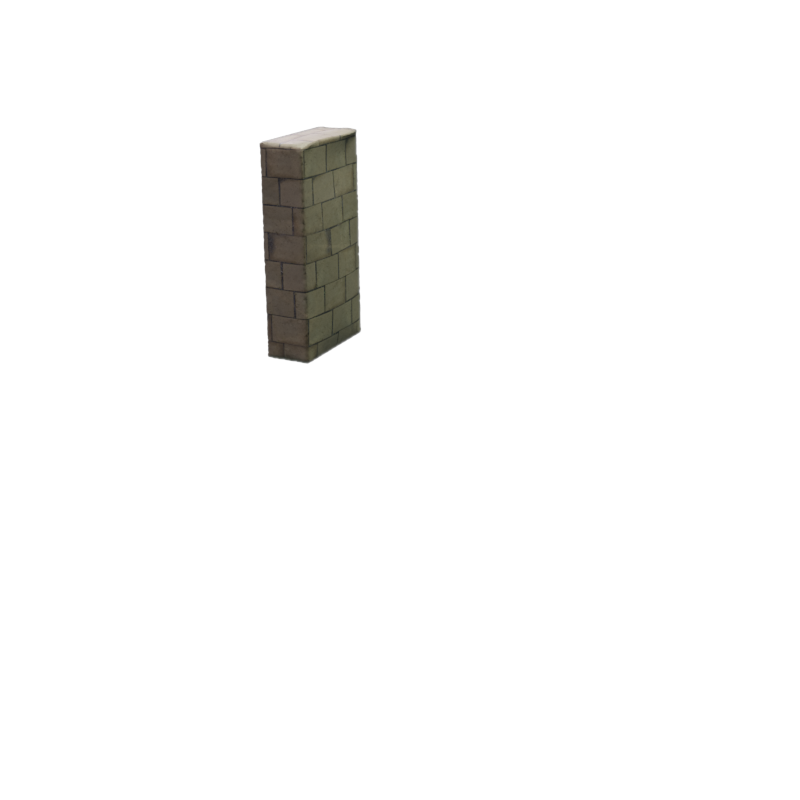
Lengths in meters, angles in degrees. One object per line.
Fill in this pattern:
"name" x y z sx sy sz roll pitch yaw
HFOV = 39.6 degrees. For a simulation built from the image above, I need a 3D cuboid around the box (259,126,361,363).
"box" -0.070 -0.129 0.901 0.050 0.170 0.093 9 19 25
